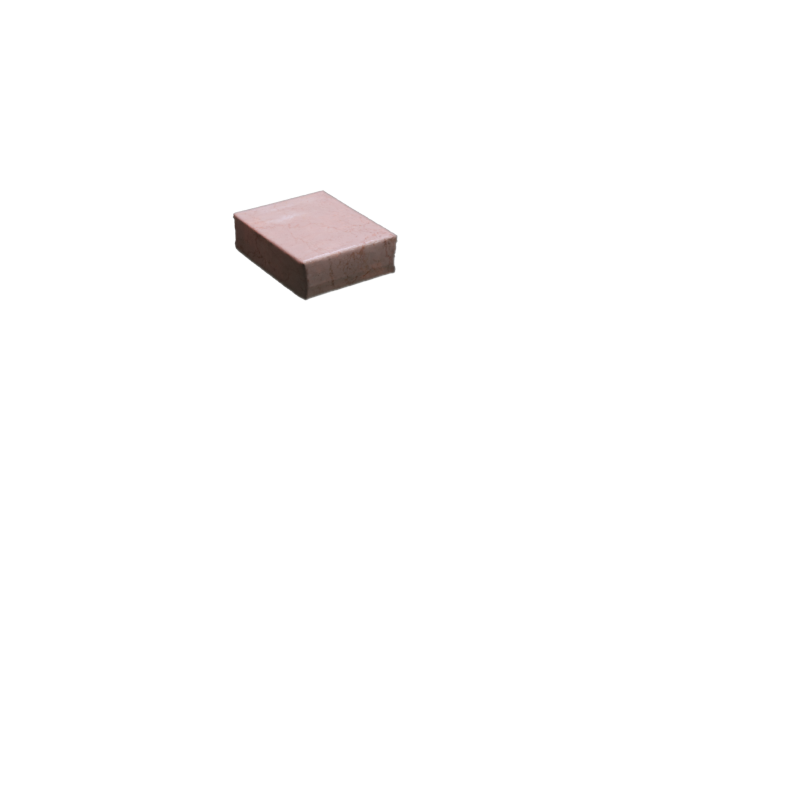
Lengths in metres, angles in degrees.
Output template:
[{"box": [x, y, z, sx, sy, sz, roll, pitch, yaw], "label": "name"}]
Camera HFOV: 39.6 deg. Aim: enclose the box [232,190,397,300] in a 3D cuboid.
[{"box": [-0.071, -0.128, 0.900, 0.089, 0.037, 0.122, -20, 39, -28], "label": "box"}]
